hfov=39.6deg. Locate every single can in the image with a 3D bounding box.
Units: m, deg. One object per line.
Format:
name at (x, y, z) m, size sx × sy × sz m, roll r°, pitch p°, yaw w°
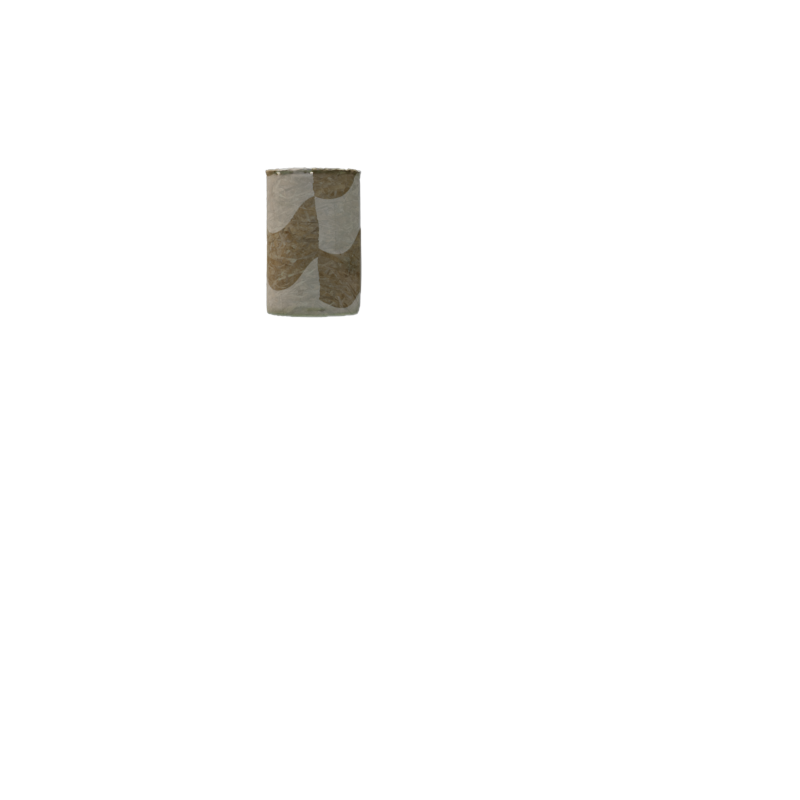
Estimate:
can at (-0.062, -0.112, 0.786) m, size 0.068 × 0.102 × 0.069 m, roll 0°, pitch 4°, yaw -2°
